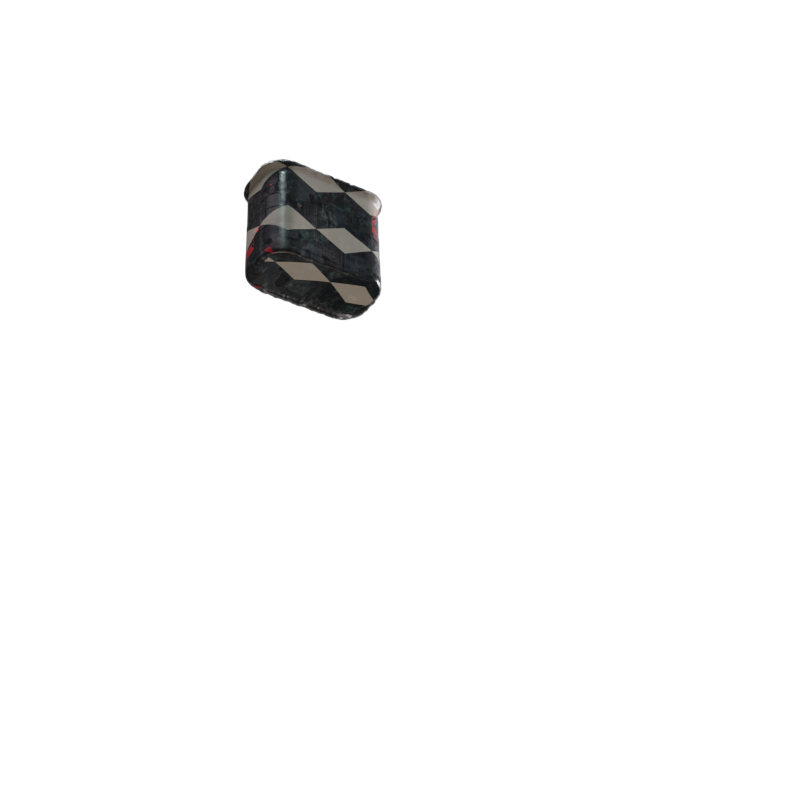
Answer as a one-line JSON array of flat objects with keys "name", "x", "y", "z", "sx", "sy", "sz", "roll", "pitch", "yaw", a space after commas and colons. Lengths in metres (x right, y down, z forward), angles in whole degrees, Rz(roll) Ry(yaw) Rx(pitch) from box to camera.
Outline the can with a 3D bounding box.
[{"name": "can", "x": -0.063, "y": -0.114, "z": 0.800, "sx": 0.097, "sy": 0.090, "sz": 0.056, "roll": 18, "pitch": -41, "yaw": -25}]
